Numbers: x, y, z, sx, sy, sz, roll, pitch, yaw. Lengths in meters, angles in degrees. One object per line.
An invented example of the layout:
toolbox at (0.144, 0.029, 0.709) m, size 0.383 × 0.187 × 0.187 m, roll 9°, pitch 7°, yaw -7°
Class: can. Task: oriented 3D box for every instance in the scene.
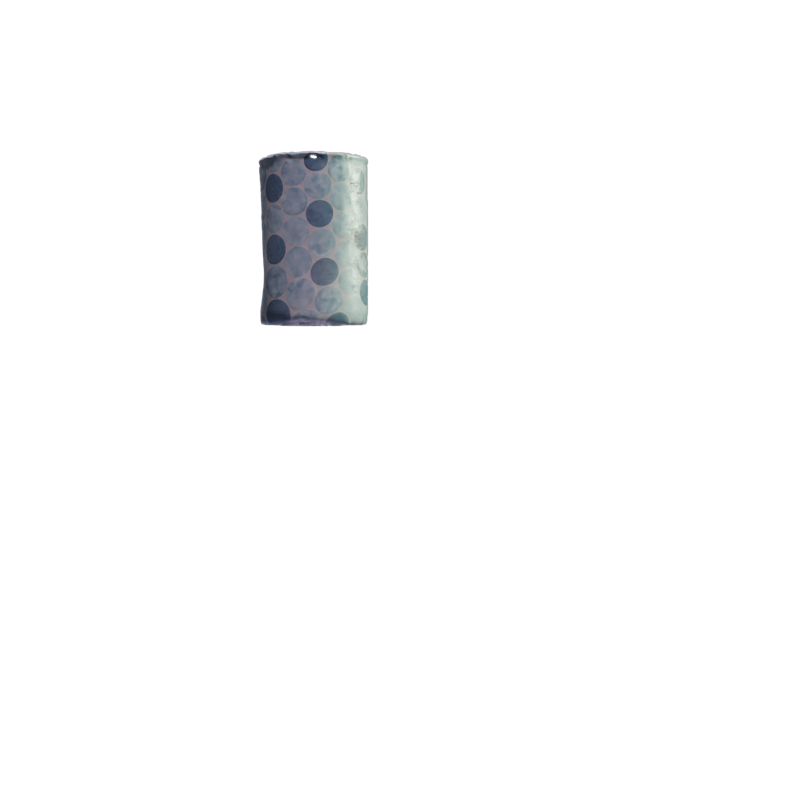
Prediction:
can at (-0.053, -0.097, 0.682) m, size 0.068 × 0.103 × 0.068 m, roll 0°, pitch -3°, yaw -2°
